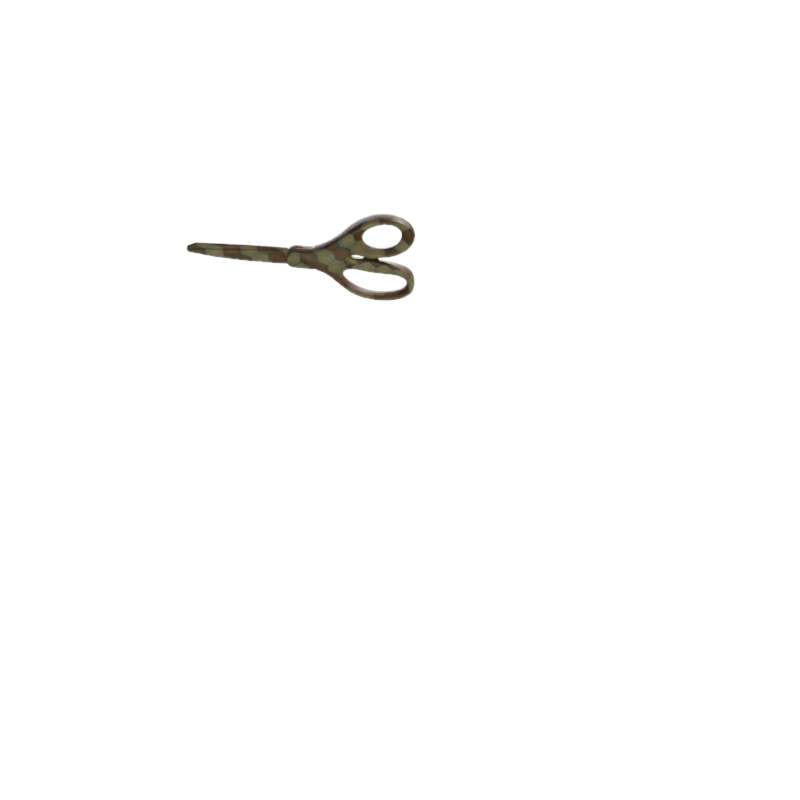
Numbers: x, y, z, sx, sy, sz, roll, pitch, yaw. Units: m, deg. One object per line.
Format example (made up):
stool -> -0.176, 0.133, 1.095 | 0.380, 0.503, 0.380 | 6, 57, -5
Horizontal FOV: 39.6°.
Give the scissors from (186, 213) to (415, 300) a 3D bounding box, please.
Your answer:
scissors -> -0.075, -0.137, 0.963 | 0.197, 0.092, 0.017 | 17, 36, -12
